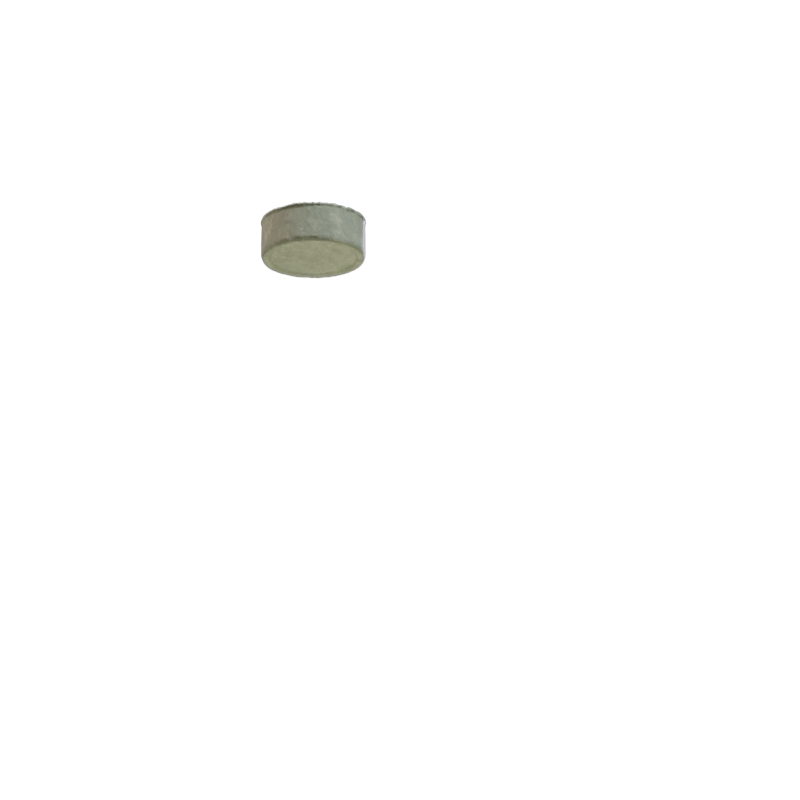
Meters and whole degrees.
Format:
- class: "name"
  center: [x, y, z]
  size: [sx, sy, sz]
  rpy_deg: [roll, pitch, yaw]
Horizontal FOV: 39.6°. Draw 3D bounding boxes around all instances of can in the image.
- class: "can"
  center: [-0.070, -0.128, 0.898]
  size: [0.086, 0.035, 0.082]
  rpy_deg: [0, -16, -2]
